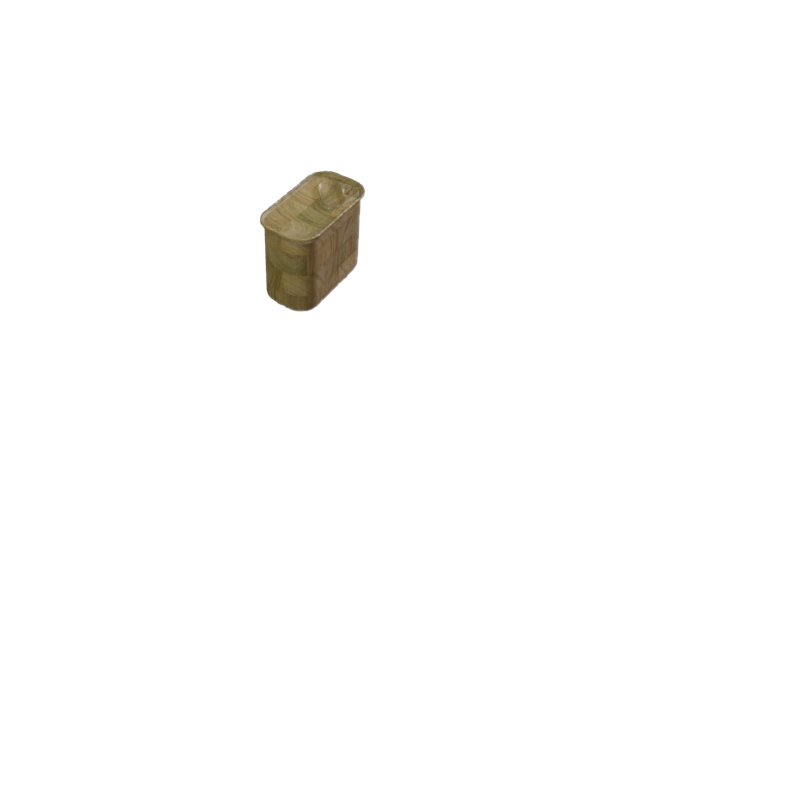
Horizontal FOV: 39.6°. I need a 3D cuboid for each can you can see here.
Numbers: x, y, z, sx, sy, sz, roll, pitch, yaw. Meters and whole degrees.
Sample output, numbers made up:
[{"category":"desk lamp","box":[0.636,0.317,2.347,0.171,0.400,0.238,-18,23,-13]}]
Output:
[{"category":"can","box":[-0.077,-0.140,0.978,0.060,0.078,0.104,24,47,22]}]
